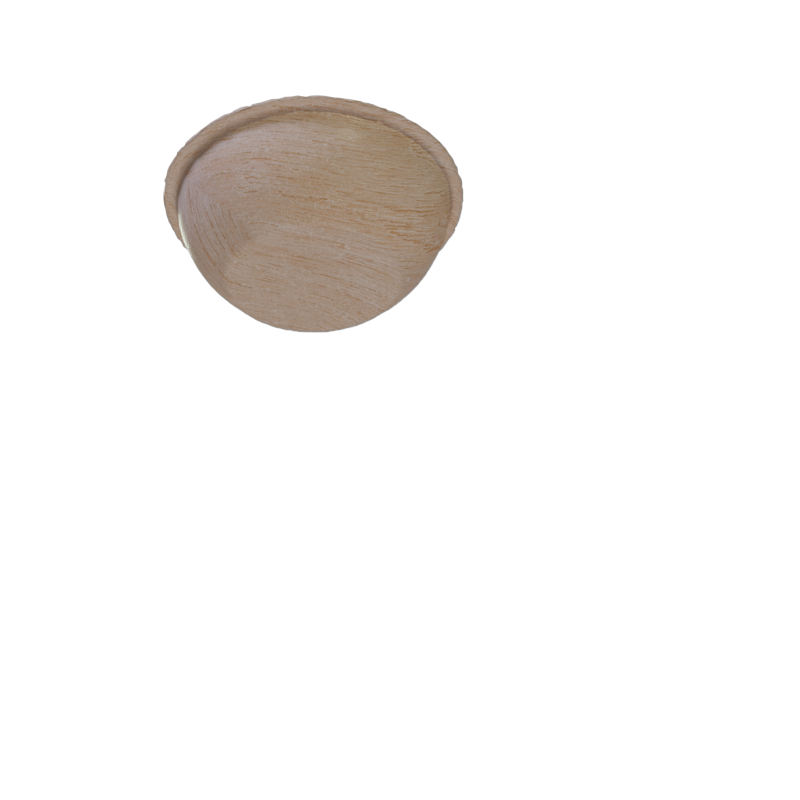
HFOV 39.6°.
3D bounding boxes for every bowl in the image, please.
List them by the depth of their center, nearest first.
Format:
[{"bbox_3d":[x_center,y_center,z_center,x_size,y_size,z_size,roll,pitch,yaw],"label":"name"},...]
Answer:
[{"bbox_3d":[-0.046,-0.083,0.582,0.162,0.059,0.151,1,-34,-2],"label":"bowl"}]
